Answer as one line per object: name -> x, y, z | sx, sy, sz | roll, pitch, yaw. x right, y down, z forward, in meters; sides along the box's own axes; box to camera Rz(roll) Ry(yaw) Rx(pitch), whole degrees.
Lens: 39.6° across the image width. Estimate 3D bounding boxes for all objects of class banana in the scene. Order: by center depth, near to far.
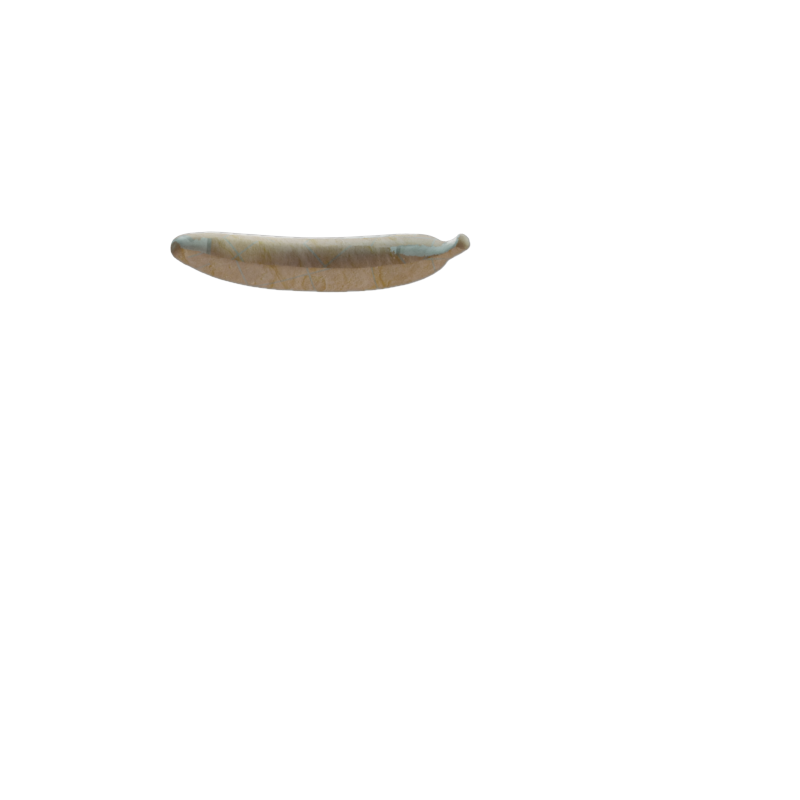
banana -> -0.054, -0.099, 0.757 | 0.199, 0.039, 0.065 | -2, -25, 4
